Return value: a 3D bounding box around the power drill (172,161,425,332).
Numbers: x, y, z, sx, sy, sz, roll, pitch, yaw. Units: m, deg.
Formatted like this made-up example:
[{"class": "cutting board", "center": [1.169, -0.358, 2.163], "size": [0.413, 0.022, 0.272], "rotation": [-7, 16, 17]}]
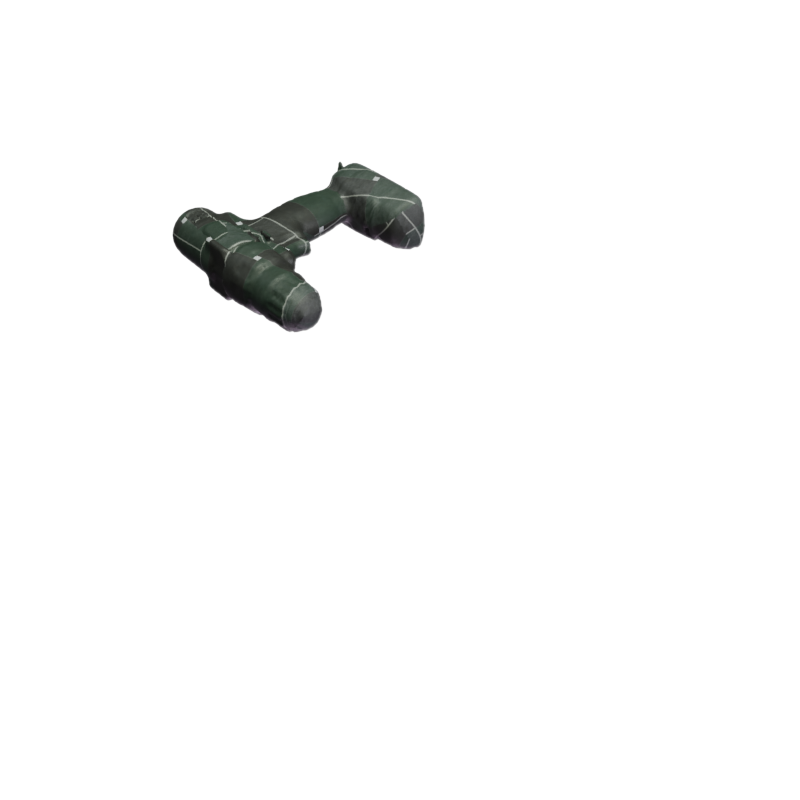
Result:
[{"class": "power drill", "center": [-0.073, -0.133, 0.930], "size": [0.186, 0.054, 0.198], "rotation": [-24, 42, -30]}]
